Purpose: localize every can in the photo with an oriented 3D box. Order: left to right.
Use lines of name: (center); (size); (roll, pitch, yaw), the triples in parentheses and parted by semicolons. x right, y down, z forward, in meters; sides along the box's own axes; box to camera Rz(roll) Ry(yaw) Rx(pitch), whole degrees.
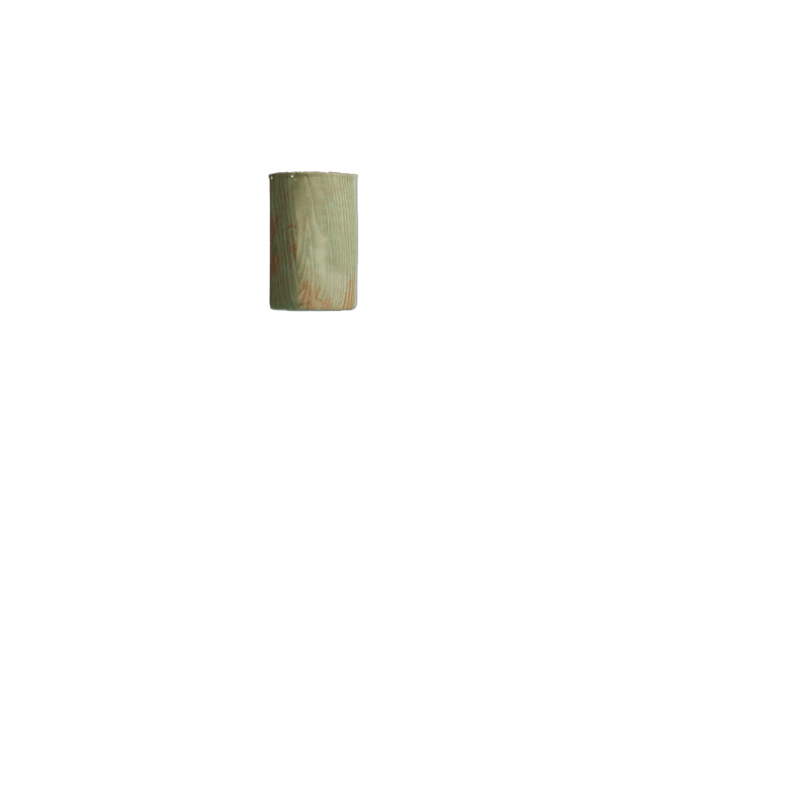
can: (-0.066, -0.120, 0.837); (0.068, 0.102, 0.069); (0, 2, -2)
